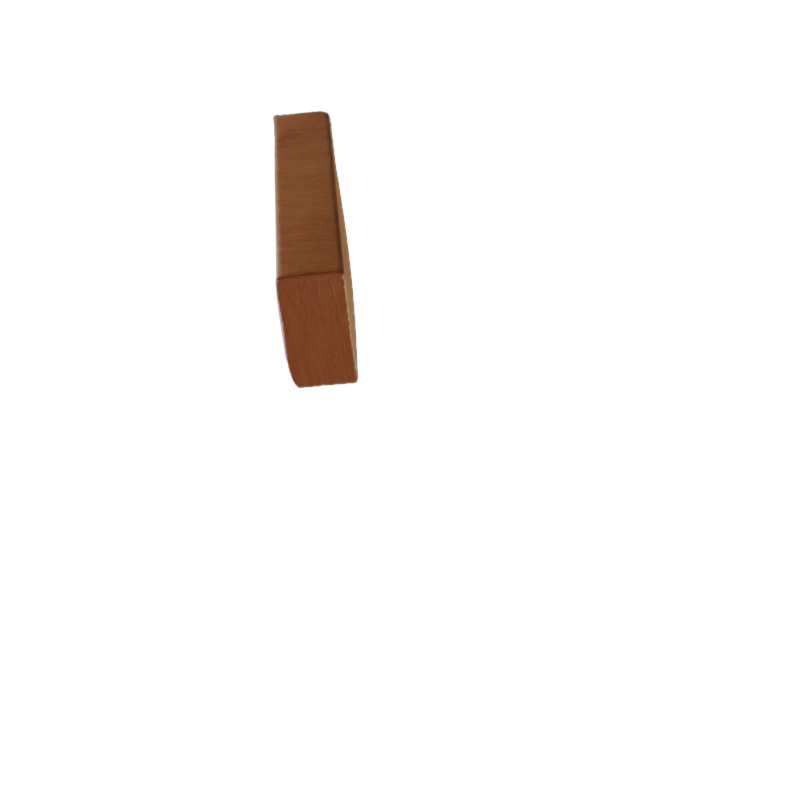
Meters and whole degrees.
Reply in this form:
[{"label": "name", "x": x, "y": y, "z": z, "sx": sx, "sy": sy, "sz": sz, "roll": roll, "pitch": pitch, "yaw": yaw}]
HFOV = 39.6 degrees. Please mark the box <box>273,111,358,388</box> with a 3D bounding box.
[{"label": "box", "x": -0.056, "y": -0.103, "z": 0.717, "sx": 0.048, "sy": 0.087, "sz": 0.189, "roll": -5, "pitch": 44, "yaw": 0}]
